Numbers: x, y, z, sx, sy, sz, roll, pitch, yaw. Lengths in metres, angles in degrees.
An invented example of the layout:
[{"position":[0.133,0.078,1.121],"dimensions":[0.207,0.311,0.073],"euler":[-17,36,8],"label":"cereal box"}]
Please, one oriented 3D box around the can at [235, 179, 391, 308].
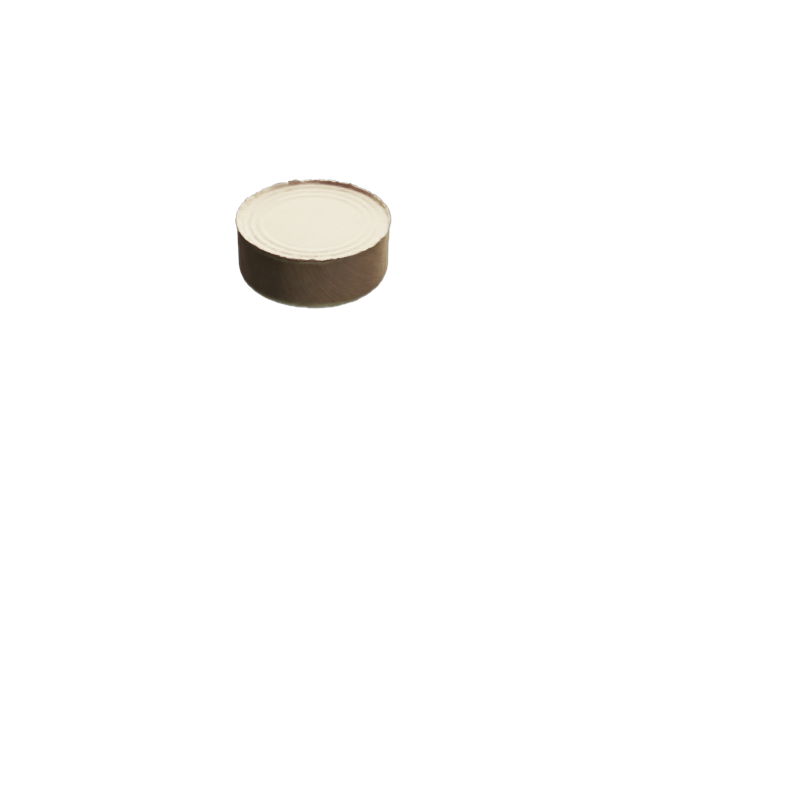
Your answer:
[{"position":[-0.048,-0.088,0.618],"dimensions":[0.086,0.031,0.092],"euler":[-1,38,-2],"label":"can"}]
